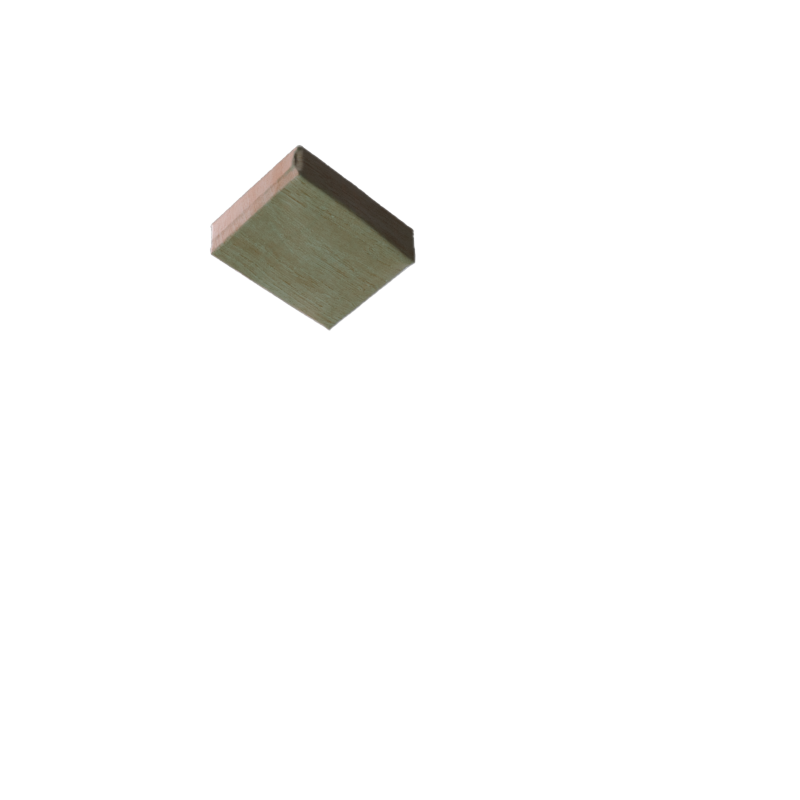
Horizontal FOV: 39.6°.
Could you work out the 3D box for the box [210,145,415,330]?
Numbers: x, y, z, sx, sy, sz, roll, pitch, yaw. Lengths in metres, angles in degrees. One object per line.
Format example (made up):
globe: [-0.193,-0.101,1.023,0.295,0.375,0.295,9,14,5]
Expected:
box: [-0.059,-0.107,0.751,0.107,0.042,0.089,35,-57,-28]
